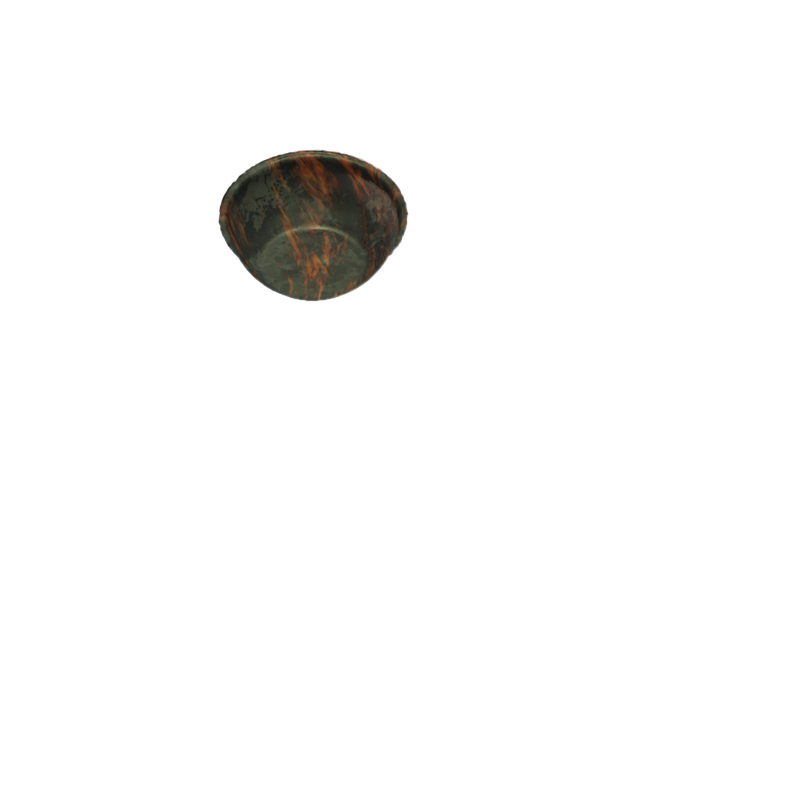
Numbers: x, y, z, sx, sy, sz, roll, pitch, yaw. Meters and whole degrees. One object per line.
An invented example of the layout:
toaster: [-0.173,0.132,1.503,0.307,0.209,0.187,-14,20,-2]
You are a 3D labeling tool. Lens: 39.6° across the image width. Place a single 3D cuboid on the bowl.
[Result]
bowl: [-0.073,-0.133,0.932,0.162,0.059,0.151,1,-39,-1]
